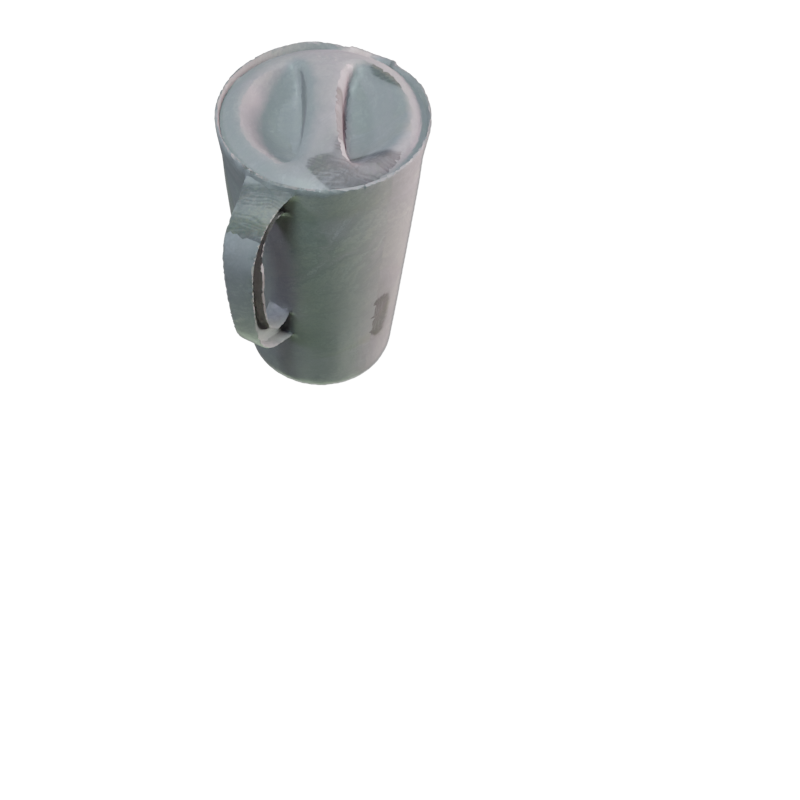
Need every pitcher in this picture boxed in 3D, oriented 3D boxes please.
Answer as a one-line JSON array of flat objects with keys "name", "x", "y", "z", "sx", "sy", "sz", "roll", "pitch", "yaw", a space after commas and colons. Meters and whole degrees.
[{"name": "pitcher", "x": -0.060, "y": -0.109, "z": 0.761, "sx": 0.148, "sy": 0.156, "sz": 0.227, "roll": -14, "pitch": -33, "yaw": -13}]
